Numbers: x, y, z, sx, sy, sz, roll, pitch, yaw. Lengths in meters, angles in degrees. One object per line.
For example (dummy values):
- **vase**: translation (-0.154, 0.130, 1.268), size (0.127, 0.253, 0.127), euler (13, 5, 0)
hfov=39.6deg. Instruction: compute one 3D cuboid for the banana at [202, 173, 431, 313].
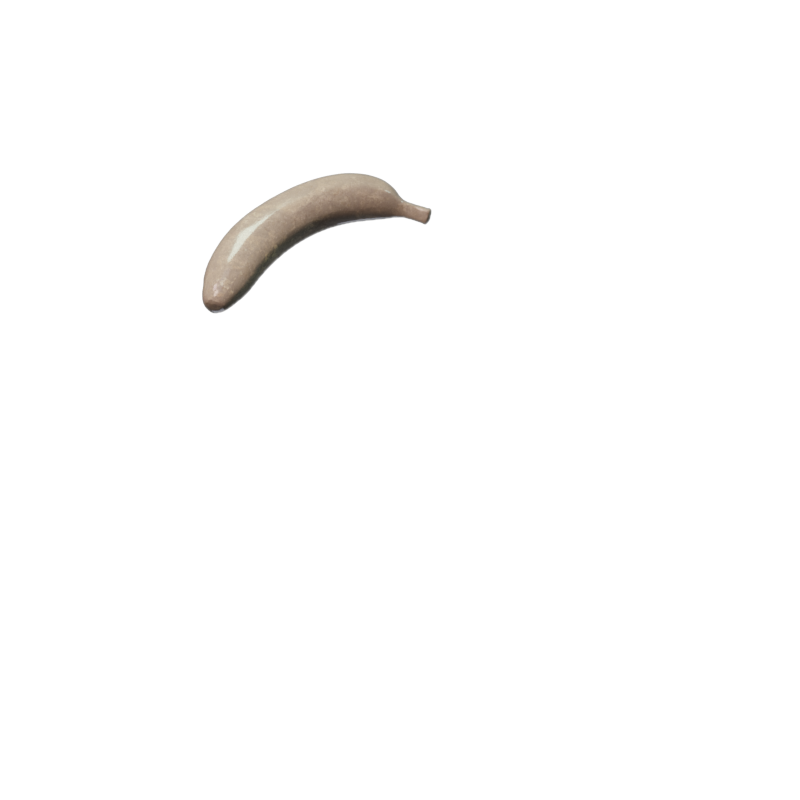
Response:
- **banana**: translation (-0.069, -0.120, 0.777), size (0.197, 0.034, 0.075), euler (-29, 47, -31)
